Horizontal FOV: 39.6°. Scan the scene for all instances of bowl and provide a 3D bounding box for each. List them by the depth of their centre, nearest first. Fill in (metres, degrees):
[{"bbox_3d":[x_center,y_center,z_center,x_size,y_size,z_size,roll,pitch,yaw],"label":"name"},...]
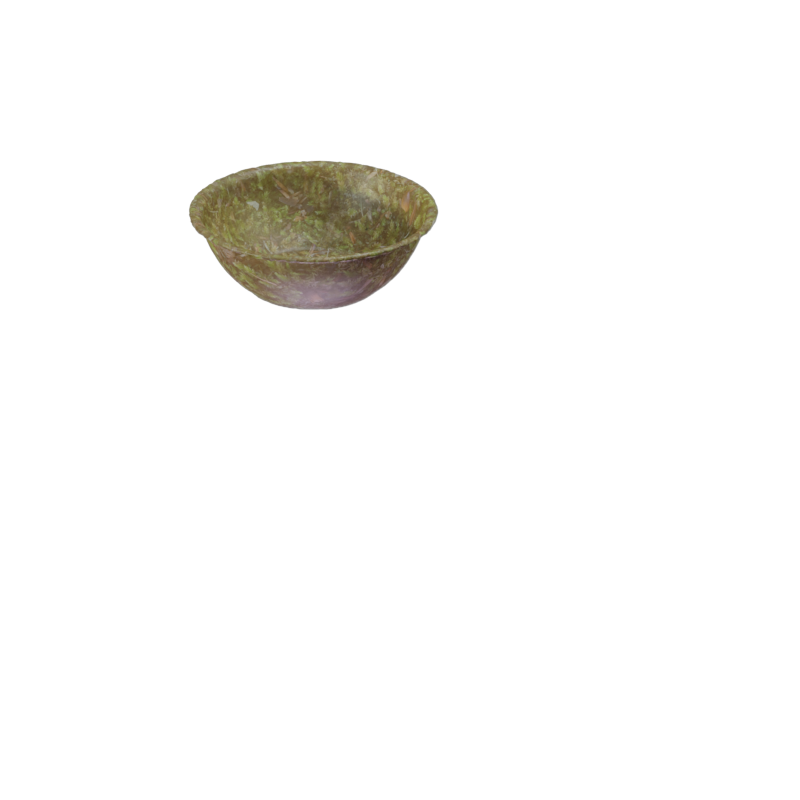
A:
[{"bbox_3d":[-0.057,-0.105,0.732,0.162,0.052,0.172,-1,31,-2],"label":"bowl"}]
